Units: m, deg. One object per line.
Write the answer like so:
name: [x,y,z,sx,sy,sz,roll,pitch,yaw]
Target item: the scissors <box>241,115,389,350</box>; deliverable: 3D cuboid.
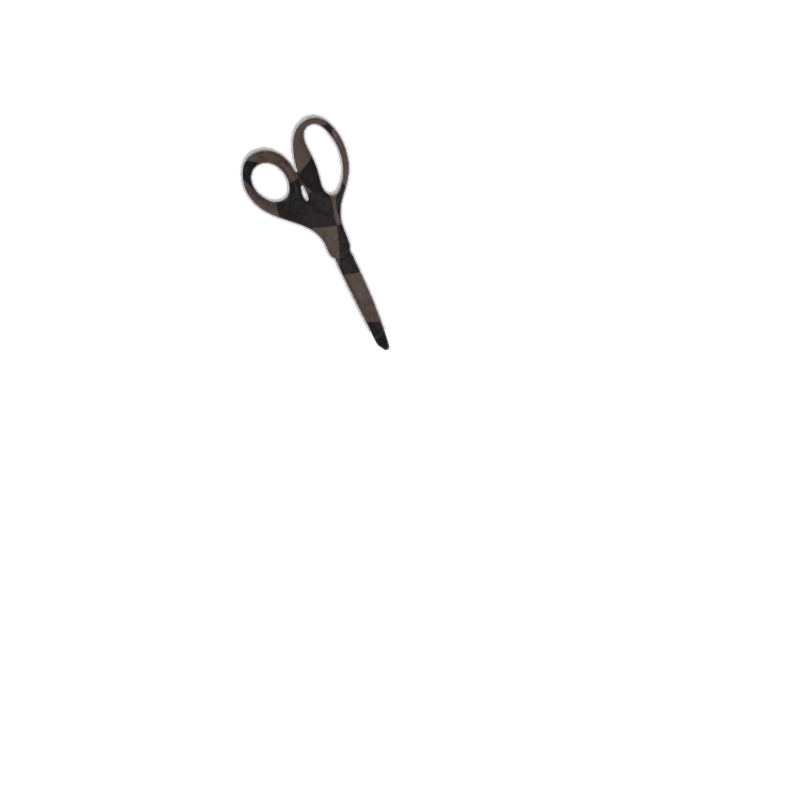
scissors: [-0.071,-0.129,0.904,0.096,0.196,0.016,-9,12,2]
